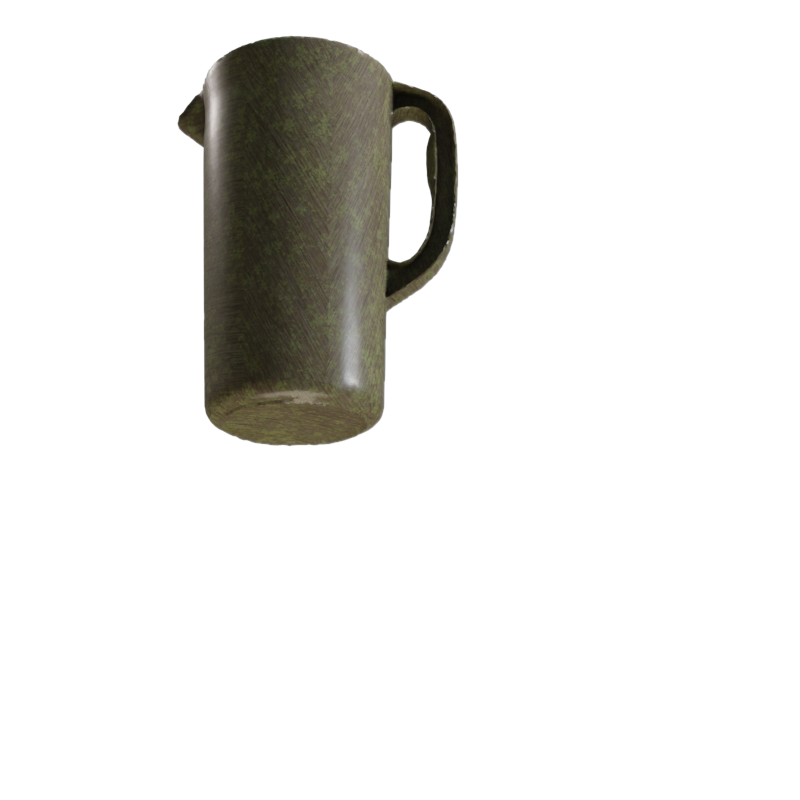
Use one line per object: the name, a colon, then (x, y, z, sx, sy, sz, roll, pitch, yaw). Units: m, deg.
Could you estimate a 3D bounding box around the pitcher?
pitcher: (-0.056, -0.101, 0.711, 0.137, 0.257, 0.150, 18, -30, -38)
